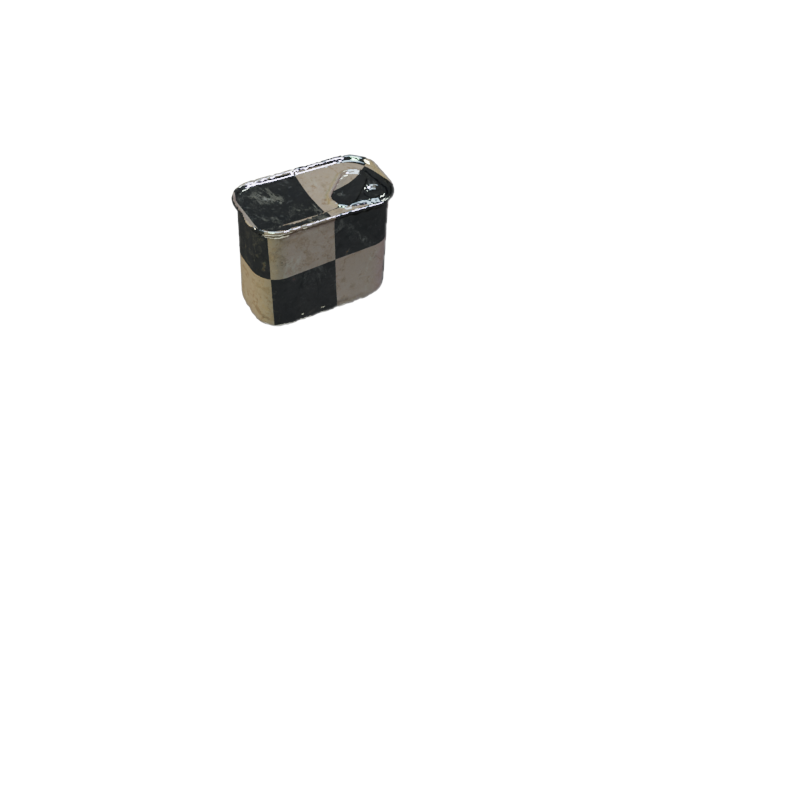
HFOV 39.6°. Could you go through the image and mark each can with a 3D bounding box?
[{"bbox_3d":[-0.057,-0.105,0.733,0.101,0.078,0.062,-20,48,-21],"label":"can"}]
